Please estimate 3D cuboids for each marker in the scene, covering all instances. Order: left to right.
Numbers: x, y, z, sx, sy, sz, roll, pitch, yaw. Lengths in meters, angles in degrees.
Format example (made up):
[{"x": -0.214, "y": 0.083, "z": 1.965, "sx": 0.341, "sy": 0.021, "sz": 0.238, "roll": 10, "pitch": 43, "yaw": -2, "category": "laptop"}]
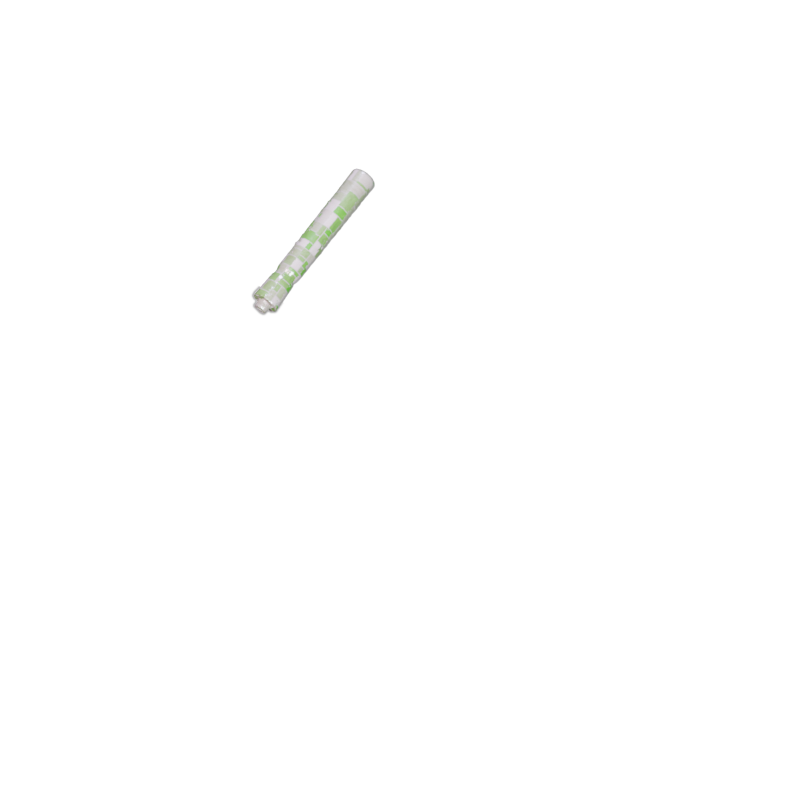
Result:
[{"x": -0.058, "y": -0.105, "z": 0.738, "sx": 0.020, "sy": 0.124, "sz": 0.019, "roll": 31, "pitch": -22, "yaw": 11, "category": "marker"}]
